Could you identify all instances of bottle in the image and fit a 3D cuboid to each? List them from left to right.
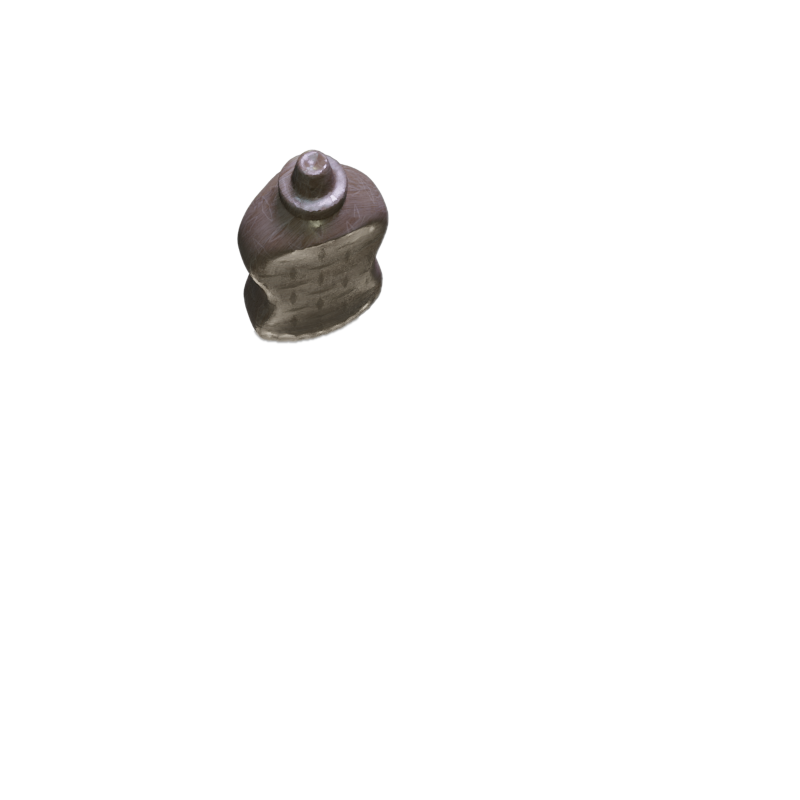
[{"bbox_3d":[-0.056,-0.102,0.709,0.095,0.062,0.182,-19,-18,-10],"label":"bottle"}]
